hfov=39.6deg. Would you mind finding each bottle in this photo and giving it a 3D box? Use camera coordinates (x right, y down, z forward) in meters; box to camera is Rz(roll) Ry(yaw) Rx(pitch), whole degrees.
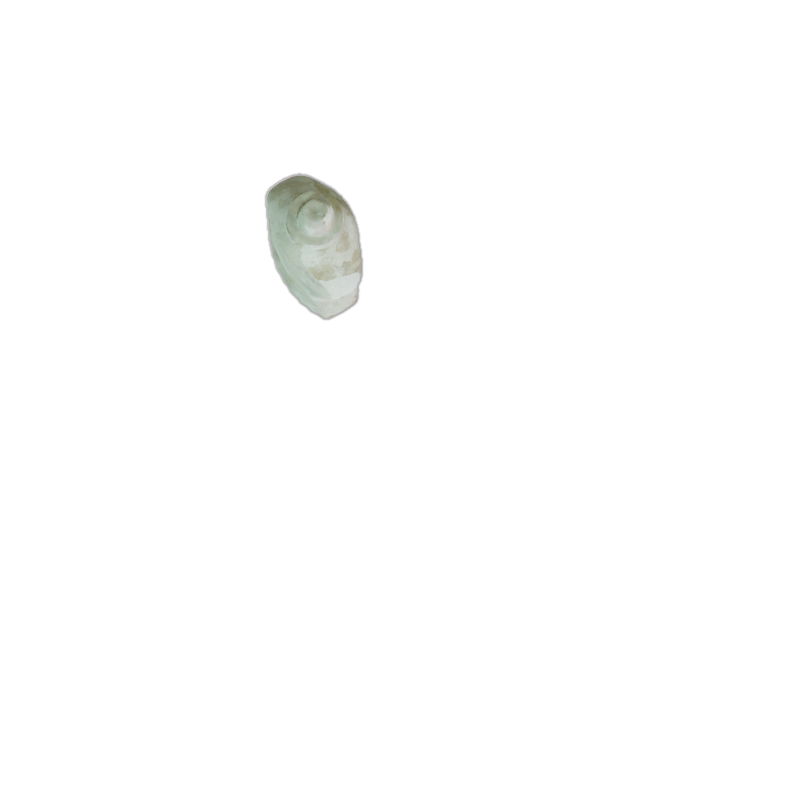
[{"bbox_3d":[-0.065,-0.120,0.838,0.058,0.098,0.188,-28,-3,-6],"label":"bottle"}]
